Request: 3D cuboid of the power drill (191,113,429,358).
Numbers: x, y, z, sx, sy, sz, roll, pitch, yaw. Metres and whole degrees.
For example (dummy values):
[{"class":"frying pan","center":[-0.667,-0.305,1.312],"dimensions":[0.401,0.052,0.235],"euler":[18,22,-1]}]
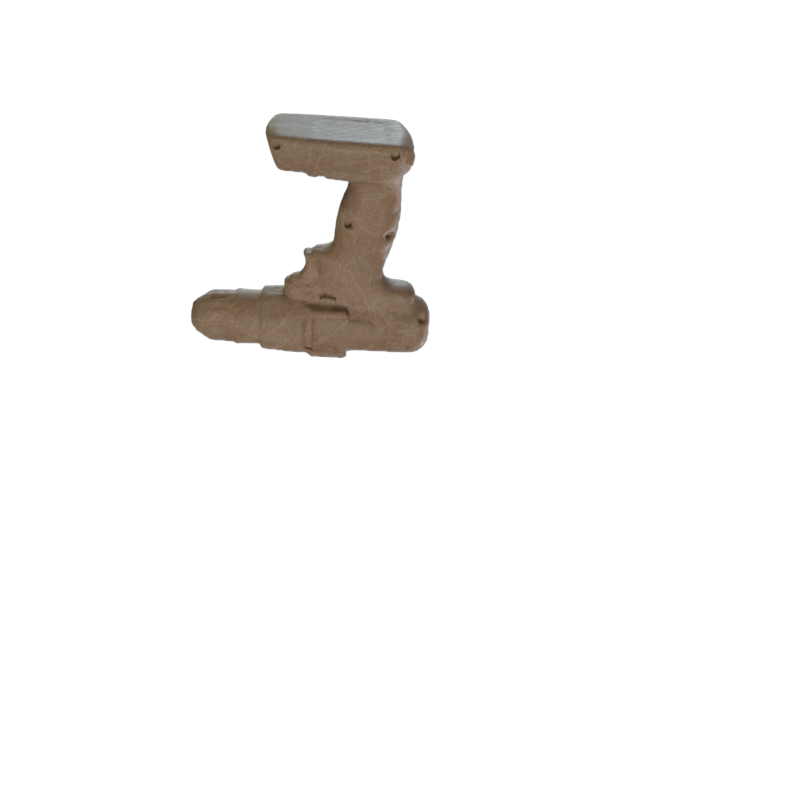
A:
[{"class":"power drill","center":[-0.065,-0.118,0.828],"dimensions":[0.184,0.177,0.061],"euler":[3,32,-2]}]
